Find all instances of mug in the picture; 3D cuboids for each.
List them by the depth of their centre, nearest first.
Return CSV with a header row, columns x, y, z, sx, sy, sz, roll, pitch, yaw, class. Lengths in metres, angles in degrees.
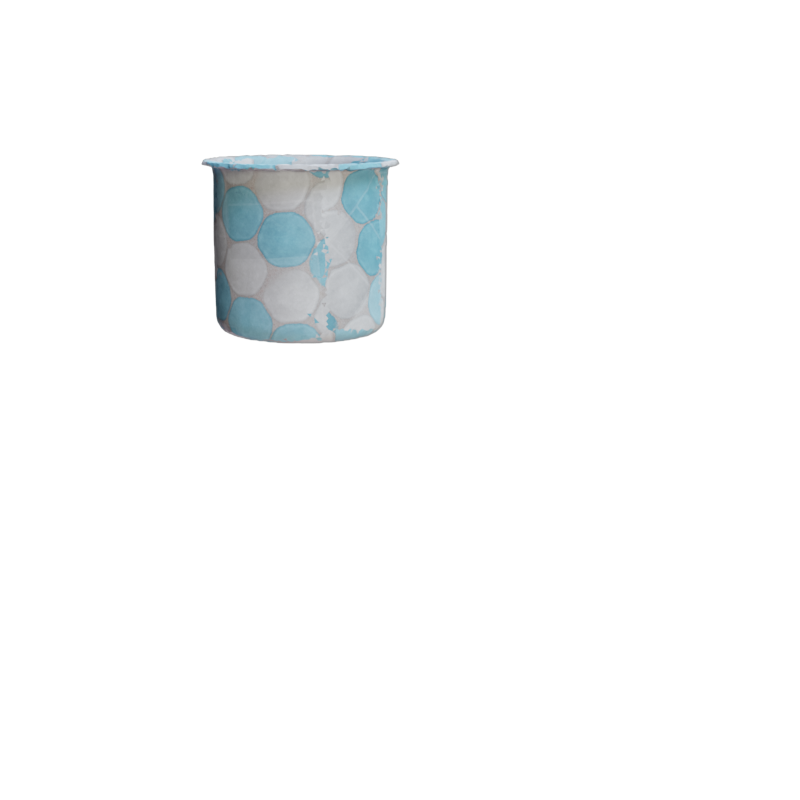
x,y,z,sx,sy,sz,roll,pitch,yaw,class
-0.042,-0.077,0.538,0.097,0.080,0.116,6,14,26,mug
